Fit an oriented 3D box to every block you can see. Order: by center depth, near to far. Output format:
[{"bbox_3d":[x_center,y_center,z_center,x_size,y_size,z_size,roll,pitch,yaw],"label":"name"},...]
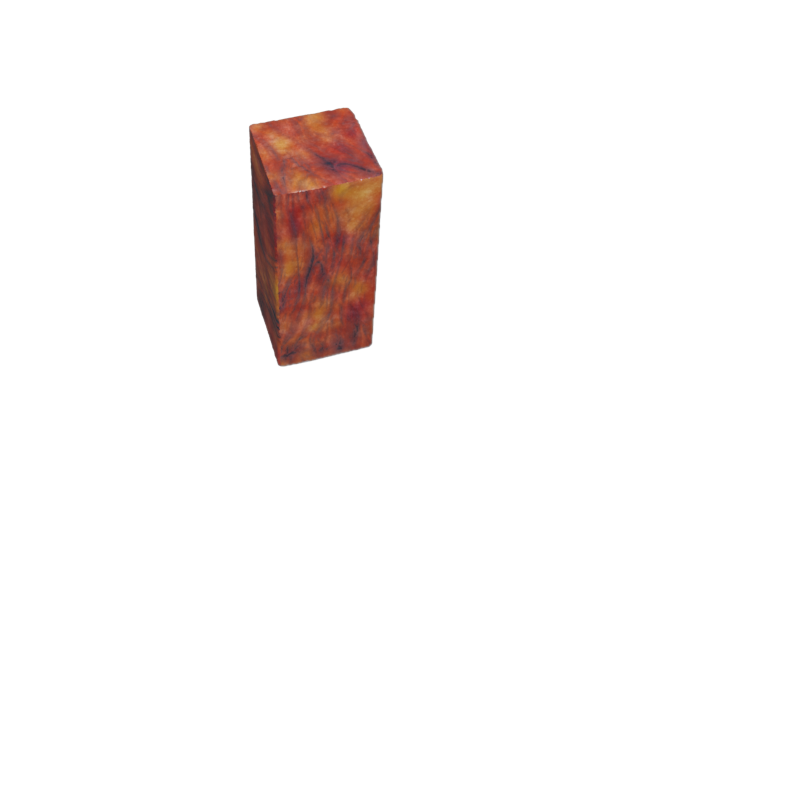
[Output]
[{"bbox_3d":[-0.073,-0.135,0.946,0.089,0.098,0.192,-12,-40,-14],"label":"block"}]
